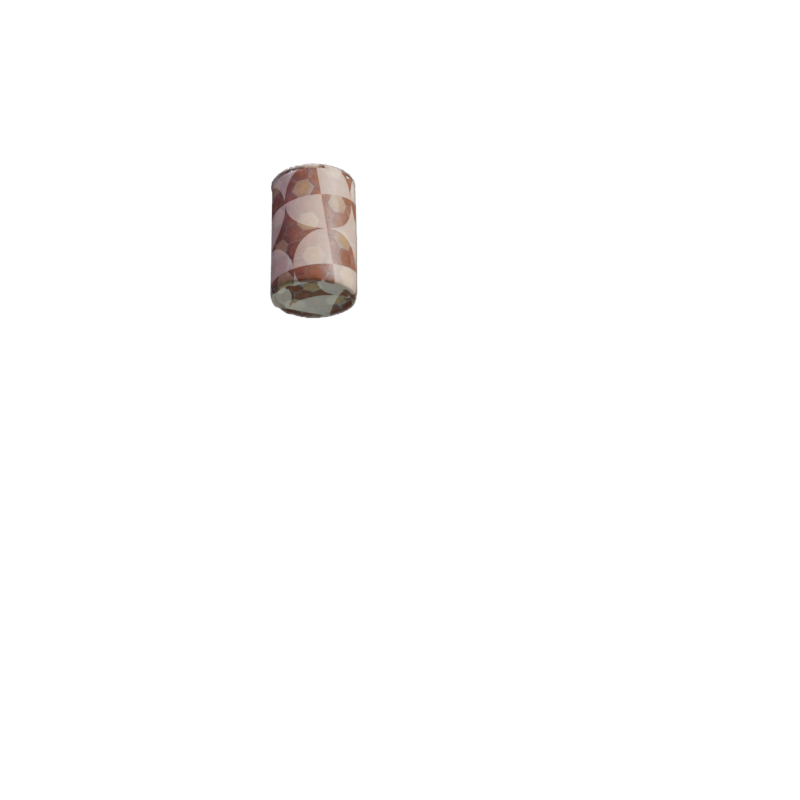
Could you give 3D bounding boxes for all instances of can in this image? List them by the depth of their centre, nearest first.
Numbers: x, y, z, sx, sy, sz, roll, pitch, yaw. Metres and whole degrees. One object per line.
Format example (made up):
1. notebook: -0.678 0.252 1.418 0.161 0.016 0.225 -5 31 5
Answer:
1. can: -0.068 -0.123 0.865 0.068 0.108 0.065 0 -26 -2
